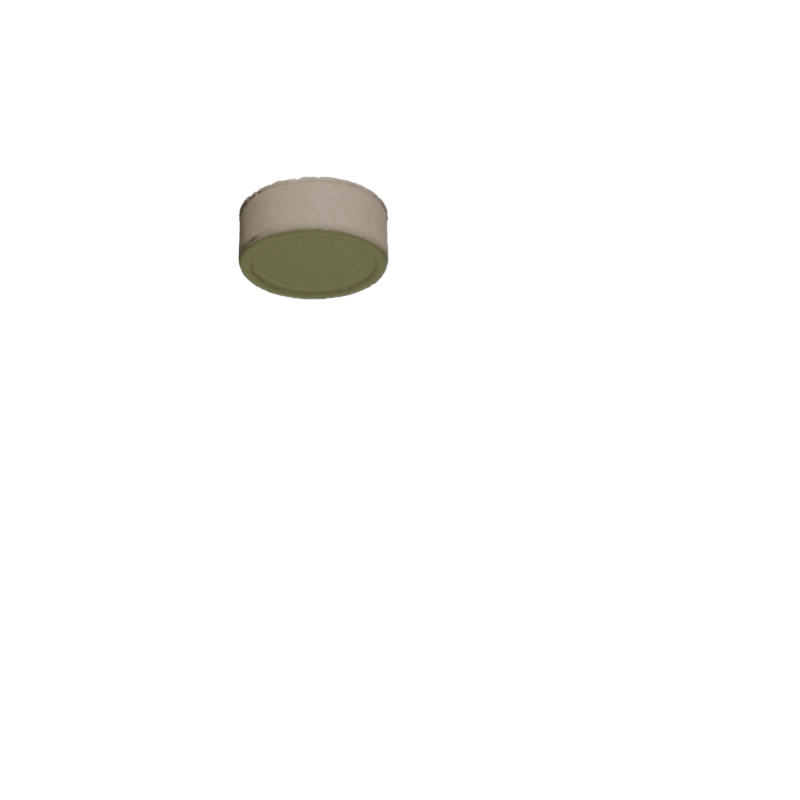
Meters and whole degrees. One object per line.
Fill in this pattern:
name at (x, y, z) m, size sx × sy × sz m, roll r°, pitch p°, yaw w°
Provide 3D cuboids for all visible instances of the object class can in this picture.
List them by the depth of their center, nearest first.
can at (-0.049, -0.090, 0.629) m, size 0.086 × 0.036 × 0.081 m, roll 1°, pitch -24°, yaw -2°
